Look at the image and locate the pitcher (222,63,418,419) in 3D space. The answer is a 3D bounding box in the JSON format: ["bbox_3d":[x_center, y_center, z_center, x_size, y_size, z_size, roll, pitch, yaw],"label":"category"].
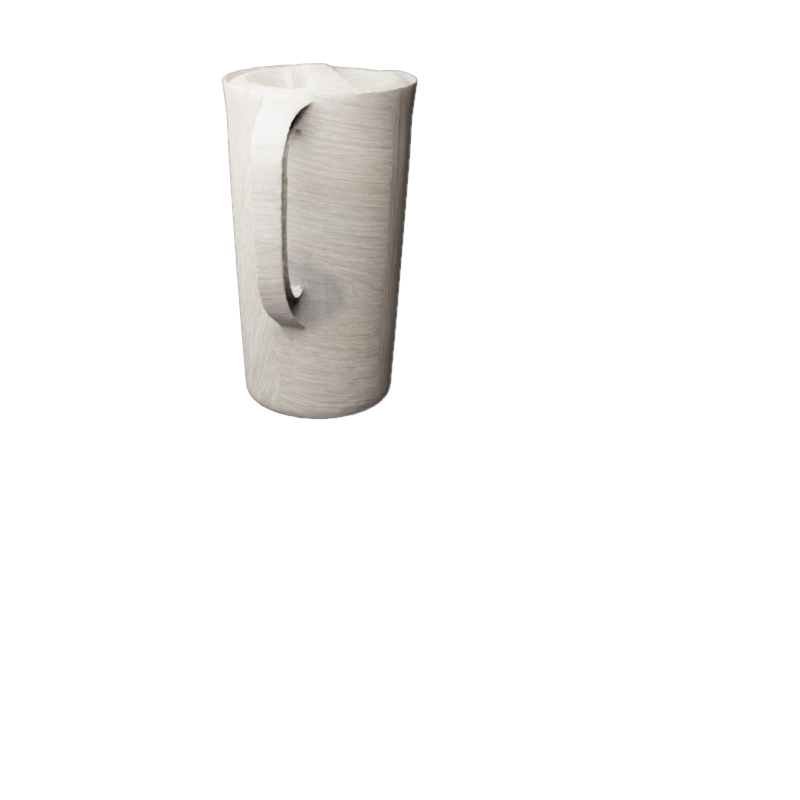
[{"bbox_3d":[-0.061,-0.111,0.780,0.146,0.233,0.154,-10,22,-29],"label":"pitcher"}]
